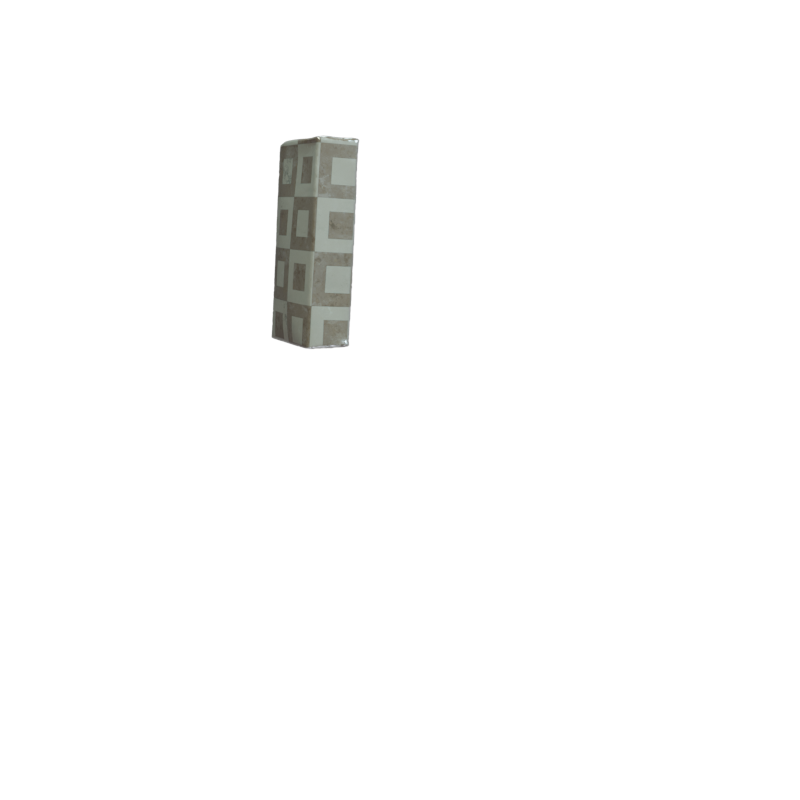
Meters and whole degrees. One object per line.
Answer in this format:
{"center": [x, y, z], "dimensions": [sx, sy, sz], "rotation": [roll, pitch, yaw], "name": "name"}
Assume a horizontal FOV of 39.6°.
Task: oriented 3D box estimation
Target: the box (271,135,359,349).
{"center": [-0.075, -0.136, 0.953], "dimensions": [0.047, 0.176, 0.096], "rotation": [-1, 3, -25], "name": "box"}
